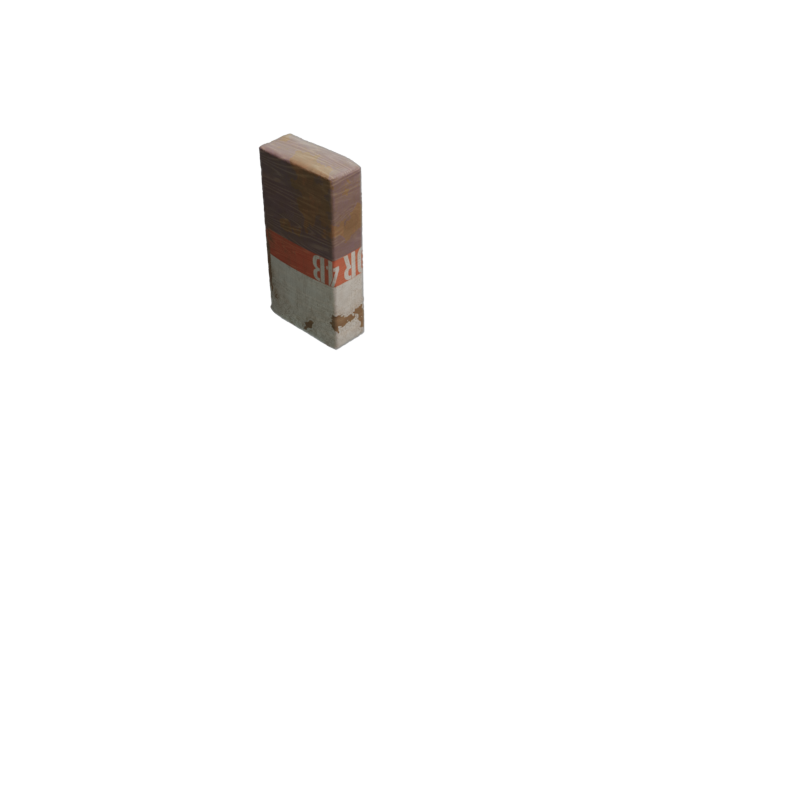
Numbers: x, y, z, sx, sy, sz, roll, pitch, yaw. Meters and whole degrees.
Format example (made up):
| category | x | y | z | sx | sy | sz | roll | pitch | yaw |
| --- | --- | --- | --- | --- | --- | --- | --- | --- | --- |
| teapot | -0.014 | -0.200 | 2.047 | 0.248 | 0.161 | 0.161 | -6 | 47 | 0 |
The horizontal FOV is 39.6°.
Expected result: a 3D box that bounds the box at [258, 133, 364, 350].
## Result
| category | x | y | z | sx | sy | sz | roll | pitch | yaw |
| --- | --- | --- | --- | --- | --- | --- | --- | --- | --- |
| box | -0.077 | -0.142 | 0.992 | 0.048 | 0.165 | 0.100 | -27 | 43 | -37 |
